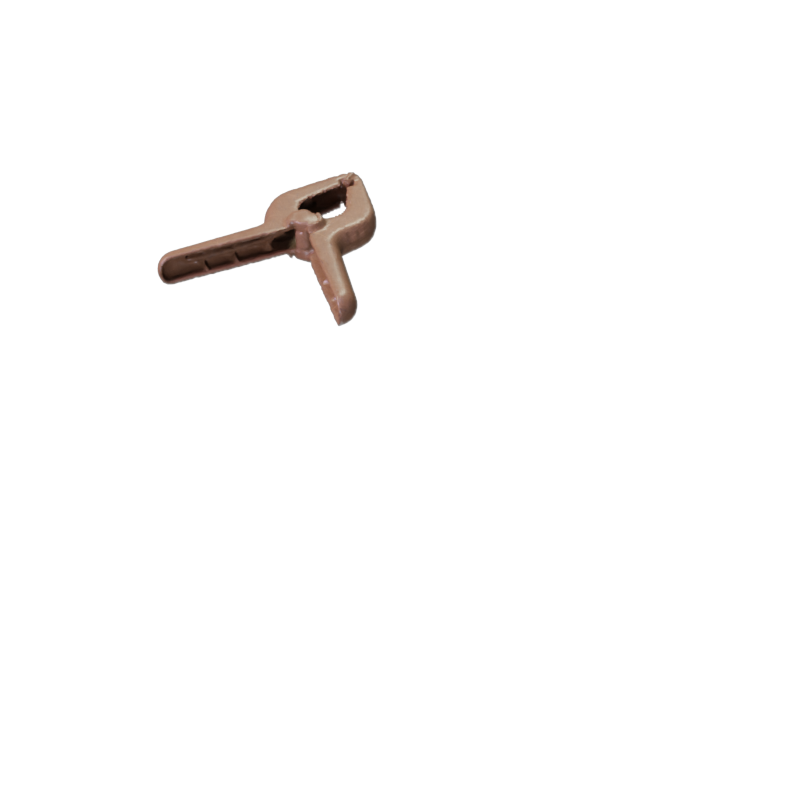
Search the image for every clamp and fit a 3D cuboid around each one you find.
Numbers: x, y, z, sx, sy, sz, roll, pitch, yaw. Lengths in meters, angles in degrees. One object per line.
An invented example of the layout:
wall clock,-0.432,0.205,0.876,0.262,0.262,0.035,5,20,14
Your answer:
clamp,-0.070,-0.128,0.896,0.172,0.034,0.214,18,39,24
